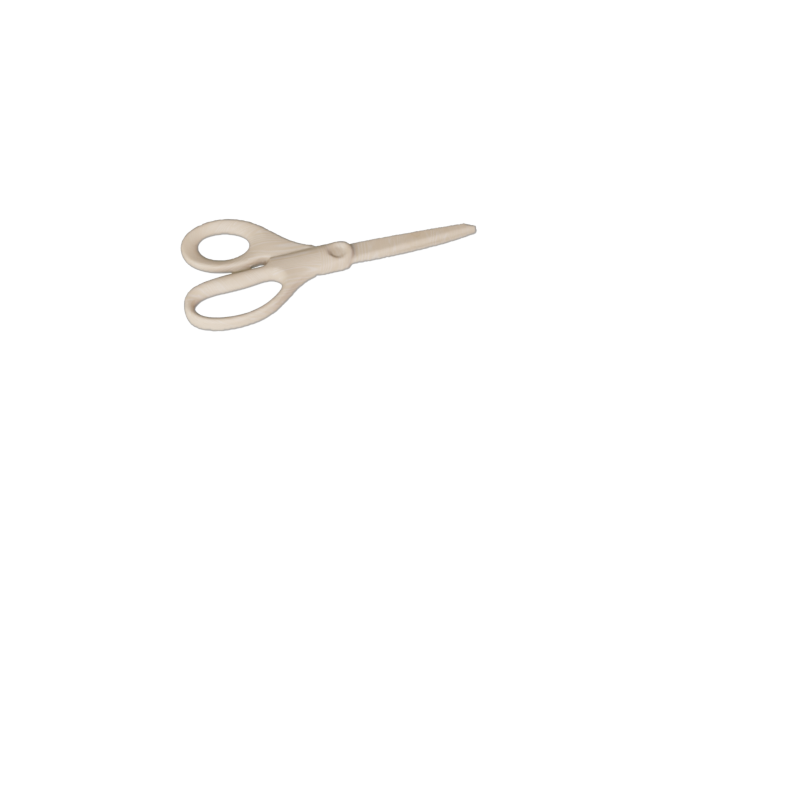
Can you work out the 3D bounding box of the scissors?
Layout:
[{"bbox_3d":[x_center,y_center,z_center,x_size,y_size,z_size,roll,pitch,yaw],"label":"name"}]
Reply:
[{"bbox_3d":[-0.058,-0.106,0.741,0.201,0.103,0.015,-26,-34,-20],"label":"scissors"}]
